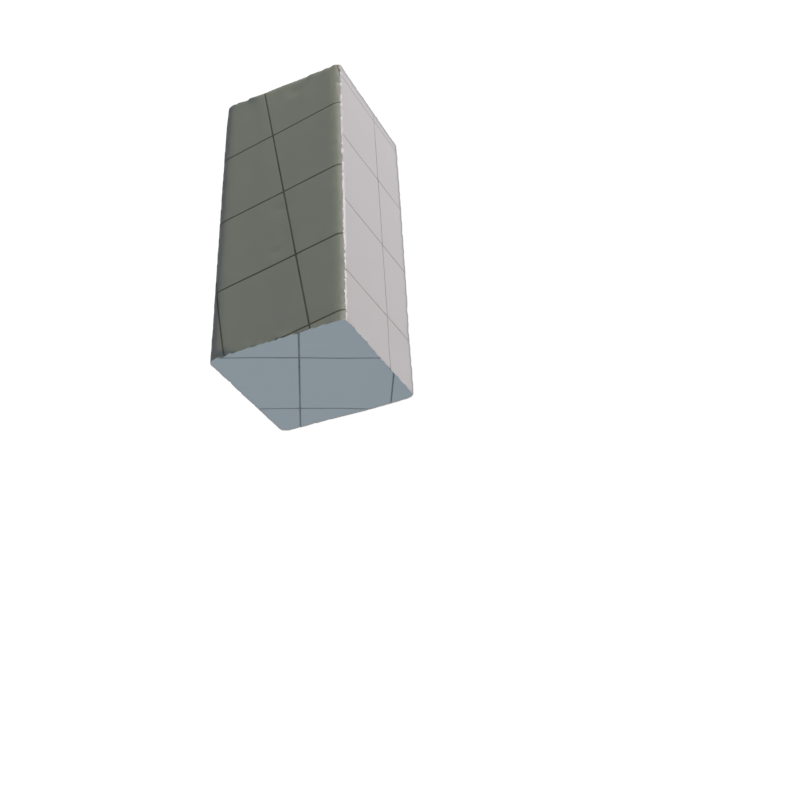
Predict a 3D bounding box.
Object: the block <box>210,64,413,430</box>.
[{"bbox_3d":[-0.055,-0.099,0.698,0.091,0.221,0.084,-18,-39,19],"label":"block"}]
